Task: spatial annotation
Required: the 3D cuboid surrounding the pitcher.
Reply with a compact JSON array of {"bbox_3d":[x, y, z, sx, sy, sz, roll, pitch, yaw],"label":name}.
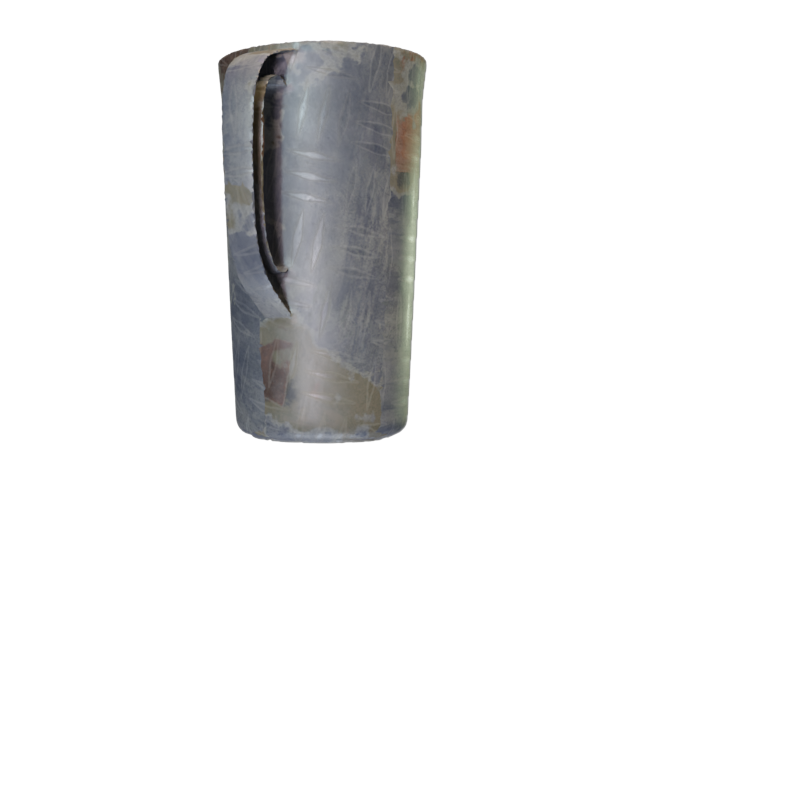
[{"bbox_3d":[-0.054,-0.099,0.694,0.145,0.245,0.148,1,-2,-21],"label":"pitcher"}]
